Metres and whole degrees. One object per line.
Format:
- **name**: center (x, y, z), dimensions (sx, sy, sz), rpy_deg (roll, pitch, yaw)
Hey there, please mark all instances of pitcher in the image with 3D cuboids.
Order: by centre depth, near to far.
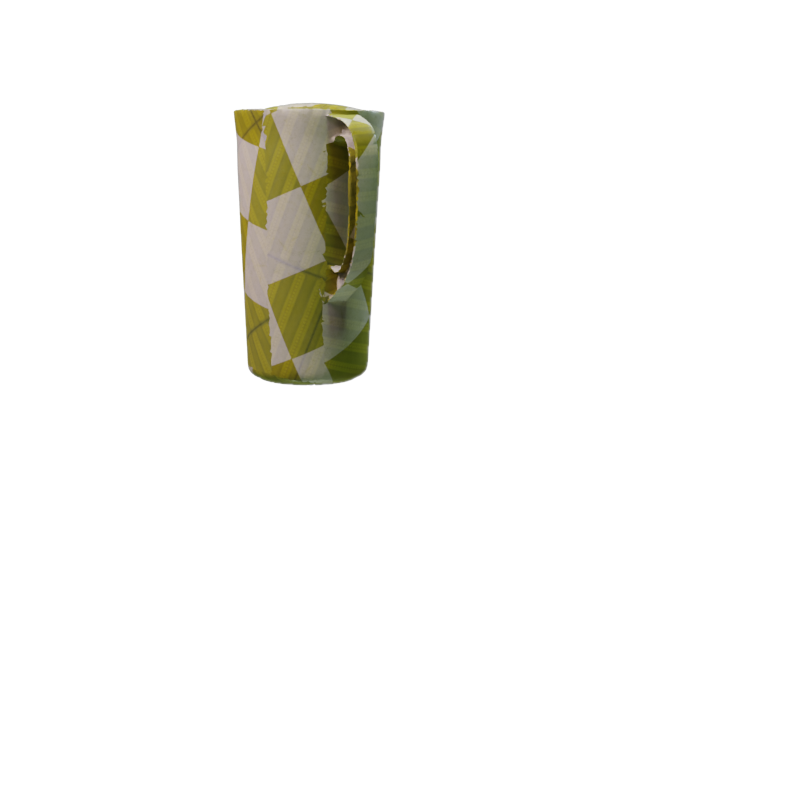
- **pitcher**: center (-0.076, -0.139, 0.976), dimensions (0.148, 0.240, 0.148), rpy_deg (2, 6, 14)
